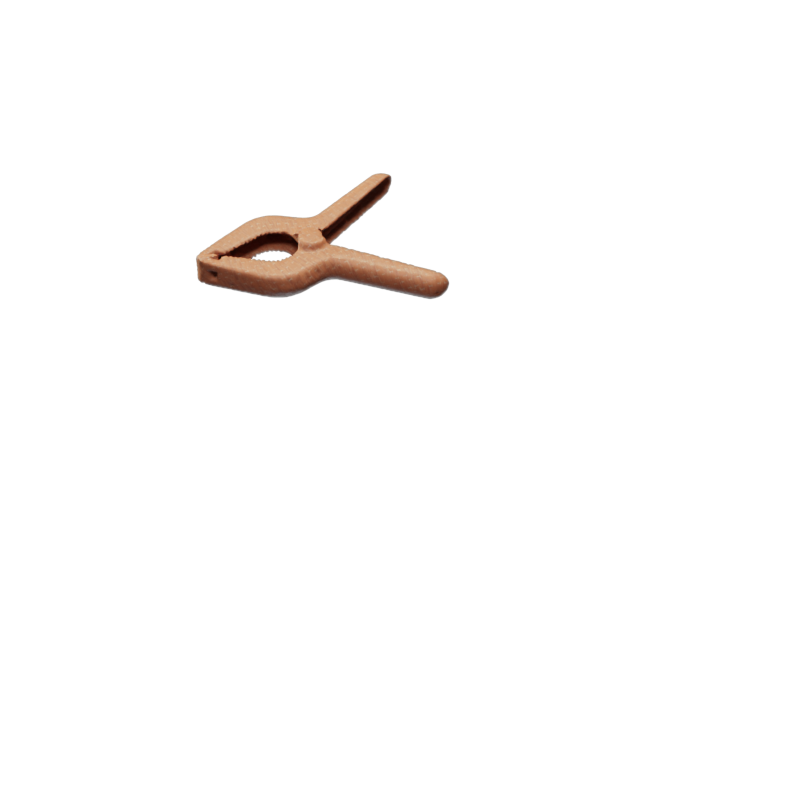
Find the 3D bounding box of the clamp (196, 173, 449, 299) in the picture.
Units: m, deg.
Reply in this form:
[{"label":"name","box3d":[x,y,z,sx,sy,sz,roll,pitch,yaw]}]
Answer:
[{"label":"clamp","box3d":[-0.077,-0.141,0.986,0.208,0.034,0.178,-7,44,-7]}]
